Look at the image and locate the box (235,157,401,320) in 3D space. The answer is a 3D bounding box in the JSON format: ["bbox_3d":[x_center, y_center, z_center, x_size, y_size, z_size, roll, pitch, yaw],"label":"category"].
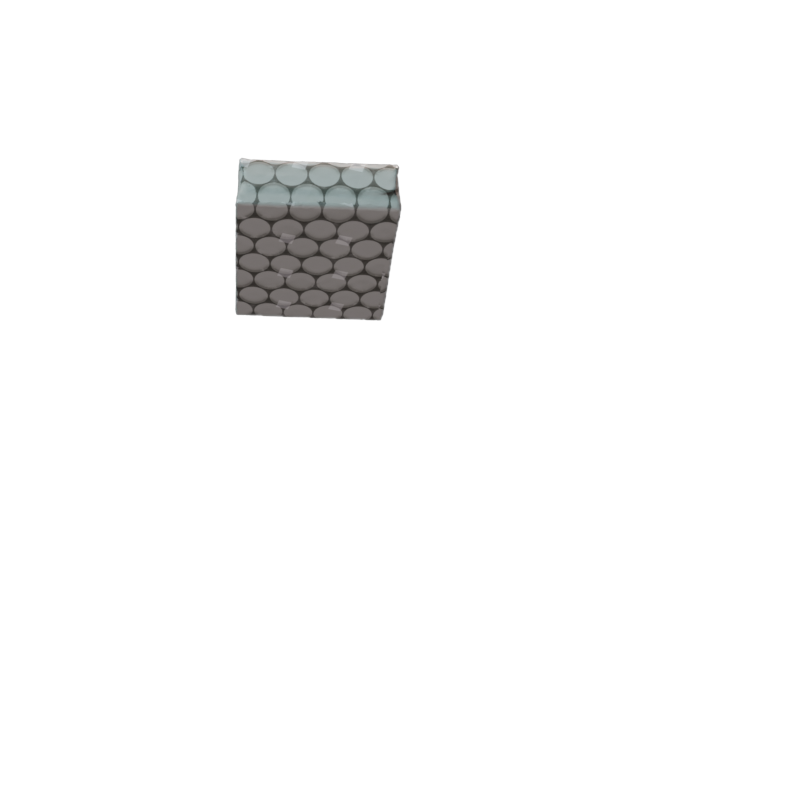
[{"bbox_3d":[-0.041,-0.074,0.521,0.073,0.032,0.084,2,-34,-4],"label":"box"}]
